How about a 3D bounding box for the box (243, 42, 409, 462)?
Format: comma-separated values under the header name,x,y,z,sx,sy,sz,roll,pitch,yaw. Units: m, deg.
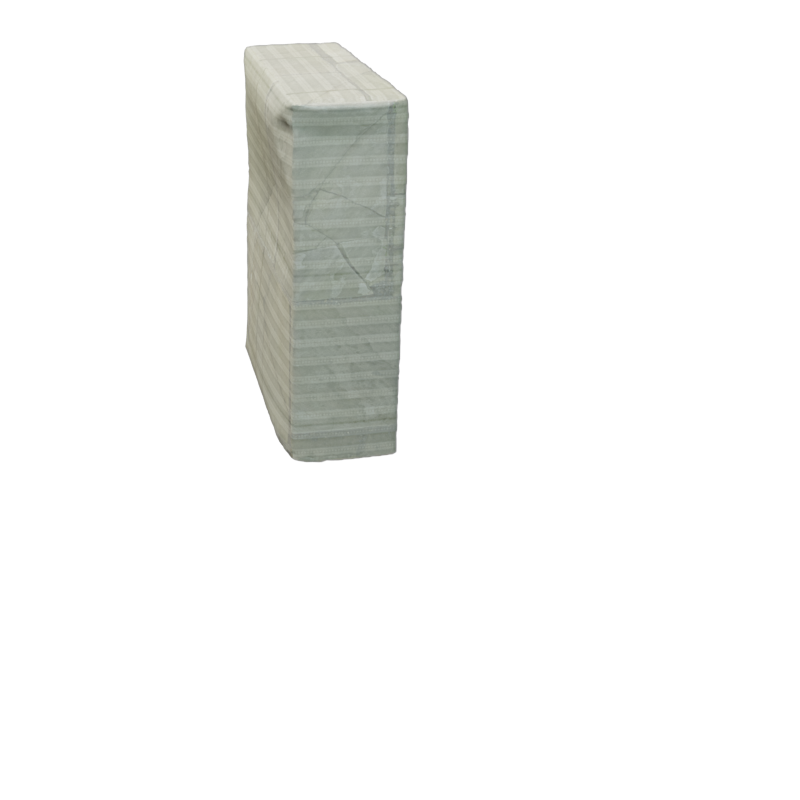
name,x,y,z,sx,sy,sz,roll,pitch,yaw
box,-0.053,-0.096,0.672,0.071,0.204,0.175,-4,24,-15
